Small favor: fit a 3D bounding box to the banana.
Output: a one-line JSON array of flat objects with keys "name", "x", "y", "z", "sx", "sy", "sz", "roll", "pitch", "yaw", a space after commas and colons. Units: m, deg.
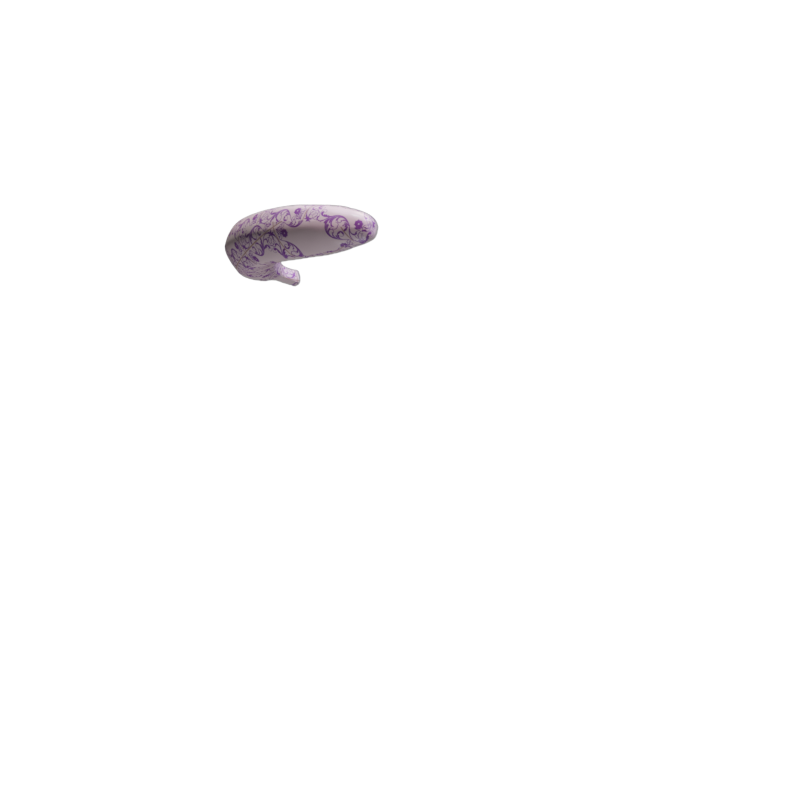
[{"name": "banana", "x": -0.076, "y": -0.105, "z": 0.732, "sx": 0.068, "sy": 0.037, "sz": 0.200, "roll": 1, "pitch": -1, "yaw": -19}]
